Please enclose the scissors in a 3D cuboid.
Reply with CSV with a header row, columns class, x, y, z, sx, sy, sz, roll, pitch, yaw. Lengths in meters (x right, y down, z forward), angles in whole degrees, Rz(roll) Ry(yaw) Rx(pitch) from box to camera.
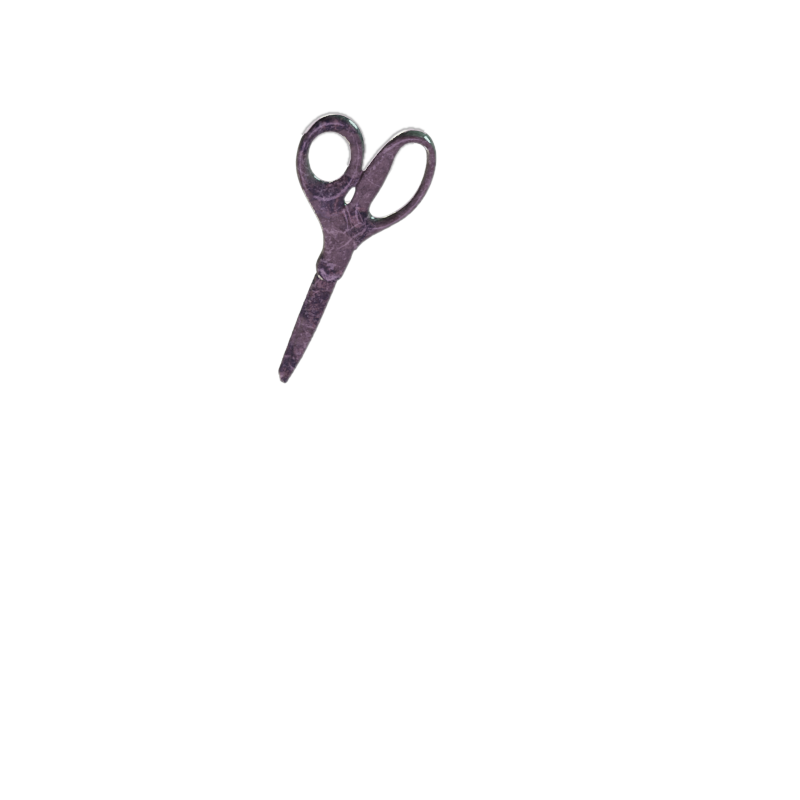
class,x,y,z,sx,sy,sz,roll,pitch,yaw
scissors,-0.057,-0.103,0.722,0.093,0.198,0.017,35,22,-17
